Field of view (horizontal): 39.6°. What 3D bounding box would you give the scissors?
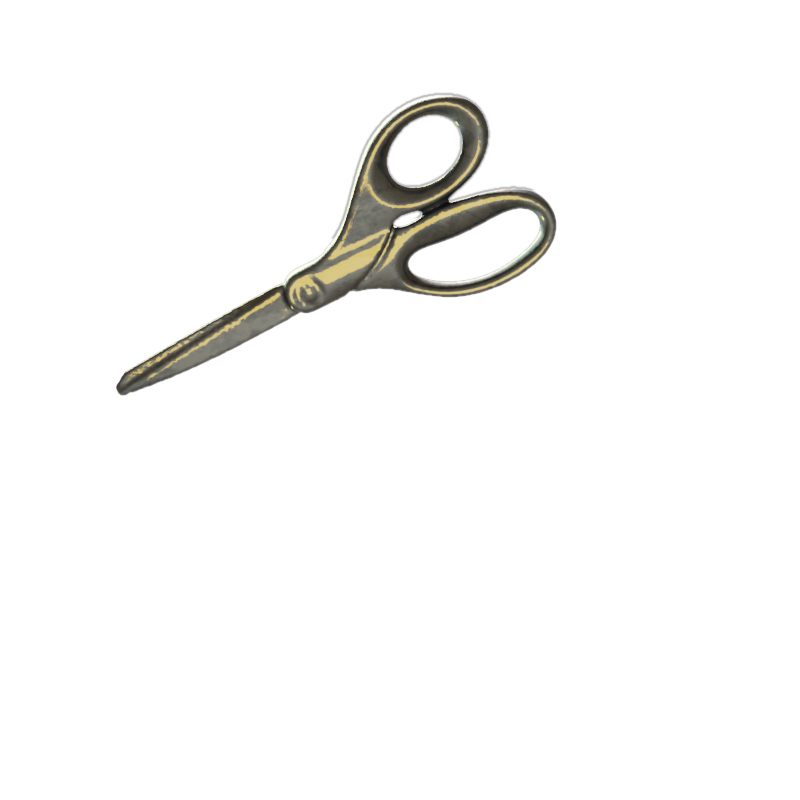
[{"bbox_3d":[-0.037,-0.067,0.468,0.202,0.092,0.016,-13,18,4],"label":"scissors"}]
